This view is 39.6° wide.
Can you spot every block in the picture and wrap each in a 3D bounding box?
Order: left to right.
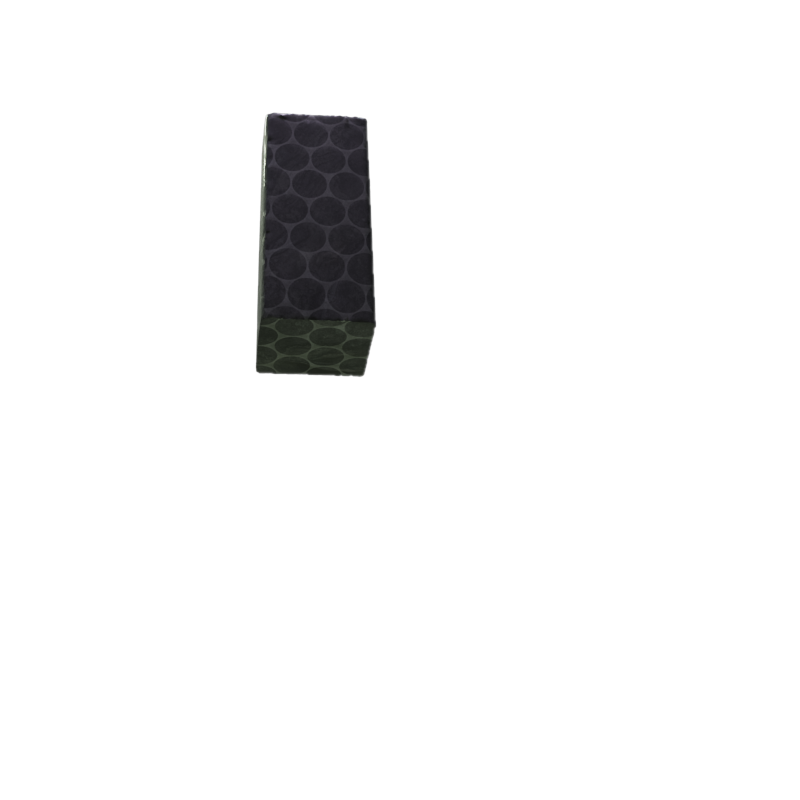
[{"bbox_3d":[-0.073,-0.133,0.930,0.090,0.220,0.085,2,-32,-7],"label":"block"}]
